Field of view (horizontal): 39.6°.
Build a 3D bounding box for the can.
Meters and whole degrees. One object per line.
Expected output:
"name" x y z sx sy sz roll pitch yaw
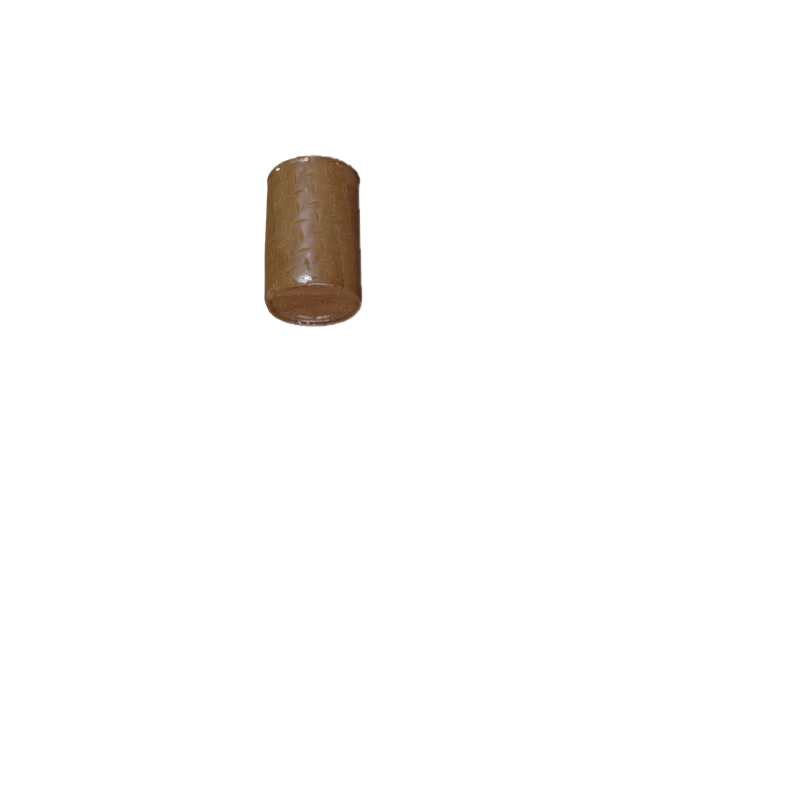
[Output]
"can" -0.061 -0.111 0.778 0.068 0.109 0.065 0 -27 -2
